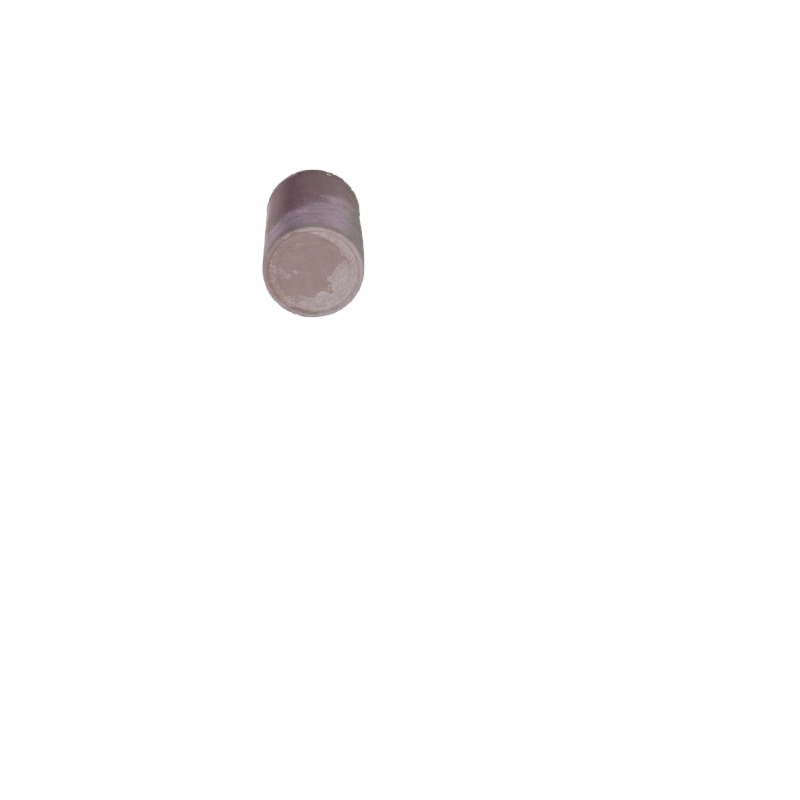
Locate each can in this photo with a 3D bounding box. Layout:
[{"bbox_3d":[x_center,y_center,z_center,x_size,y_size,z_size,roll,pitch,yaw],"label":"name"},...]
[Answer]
[{"bbox_3d":[-0.059,-0.108,0.760,0.068,0.065,0.108,0,29,-3],"label":"can"}]
